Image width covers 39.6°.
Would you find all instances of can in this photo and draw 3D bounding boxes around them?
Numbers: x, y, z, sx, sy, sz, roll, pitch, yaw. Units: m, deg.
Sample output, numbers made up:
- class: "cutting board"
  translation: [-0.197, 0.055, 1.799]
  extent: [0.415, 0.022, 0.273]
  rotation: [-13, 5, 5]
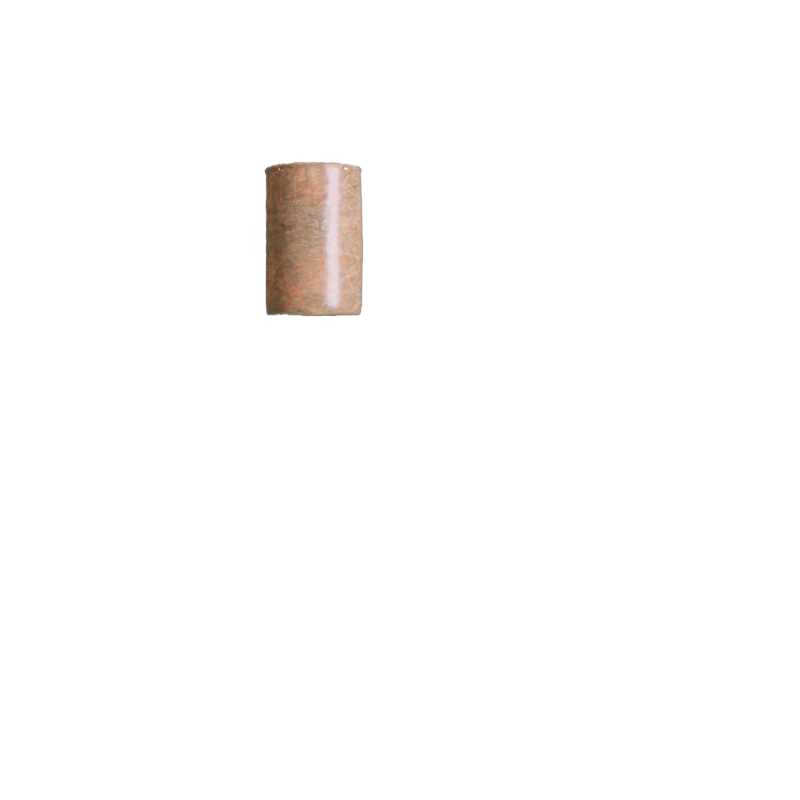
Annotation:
- class: "can"
  translation: [-0.060, -0.110, 0.769]
  extent: [0.068, 0.103, 0.068]
  rotation: [0, -2, -2]
